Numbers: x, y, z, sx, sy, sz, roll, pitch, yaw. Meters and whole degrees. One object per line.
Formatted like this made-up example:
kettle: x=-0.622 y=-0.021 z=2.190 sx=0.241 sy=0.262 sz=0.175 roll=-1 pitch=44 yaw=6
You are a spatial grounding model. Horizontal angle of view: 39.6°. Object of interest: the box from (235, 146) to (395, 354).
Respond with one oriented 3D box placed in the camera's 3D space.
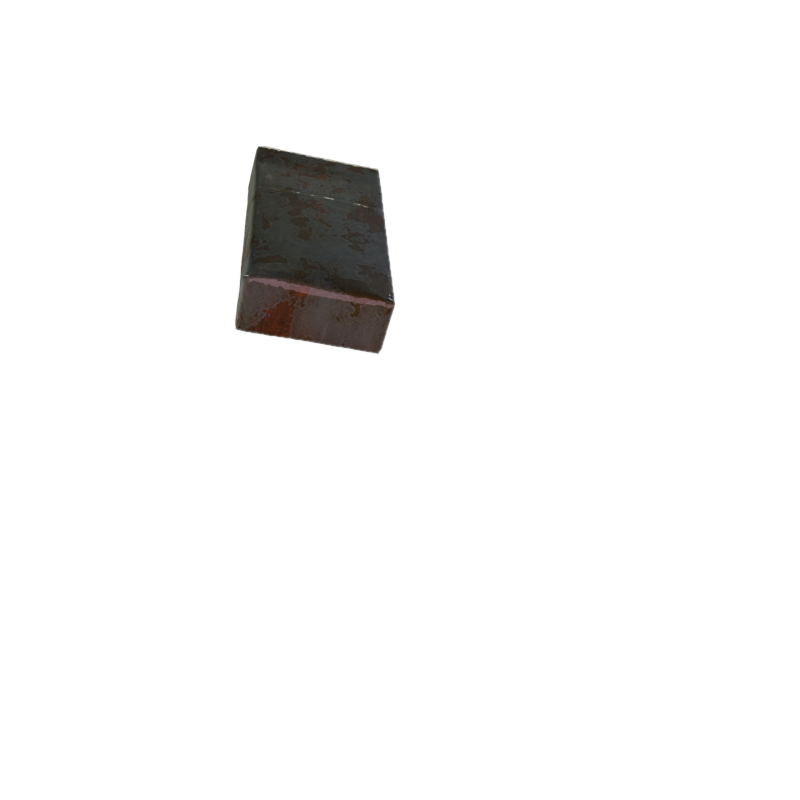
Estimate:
box: x=-0.057 y=-0.105 z=0.734 sx=0.092 sy=0.046 sz=0.188 roll=9 pitch=33 yaw=-9
